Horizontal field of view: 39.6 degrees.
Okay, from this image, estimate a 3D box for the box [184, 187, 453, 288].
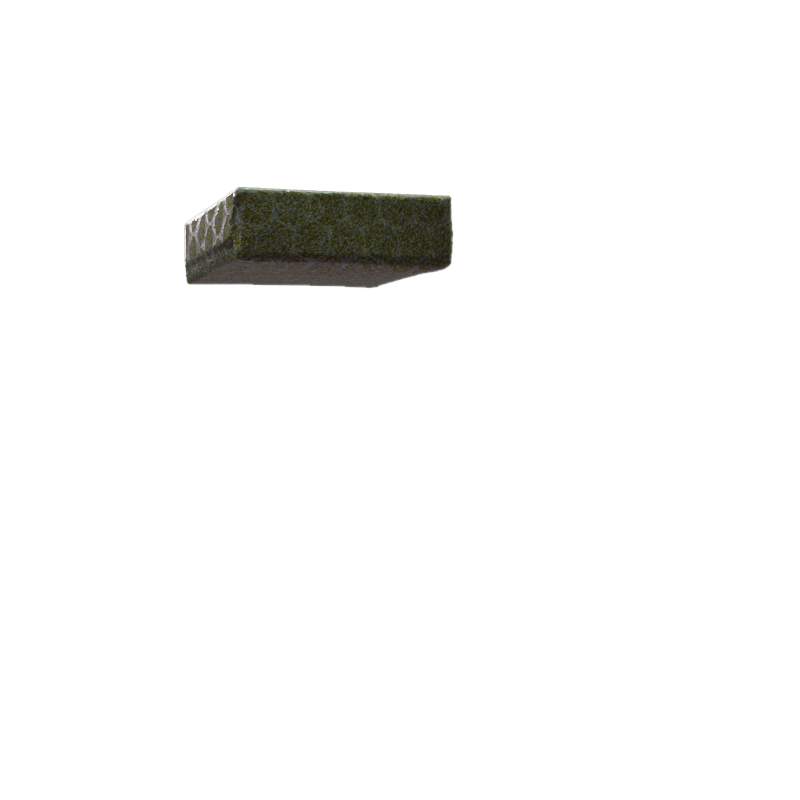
[{"bbox_3d":[-0.043,-0.079,0.553,0.110,0.039,0.091,1,-2,-23],"label":"box"}]
